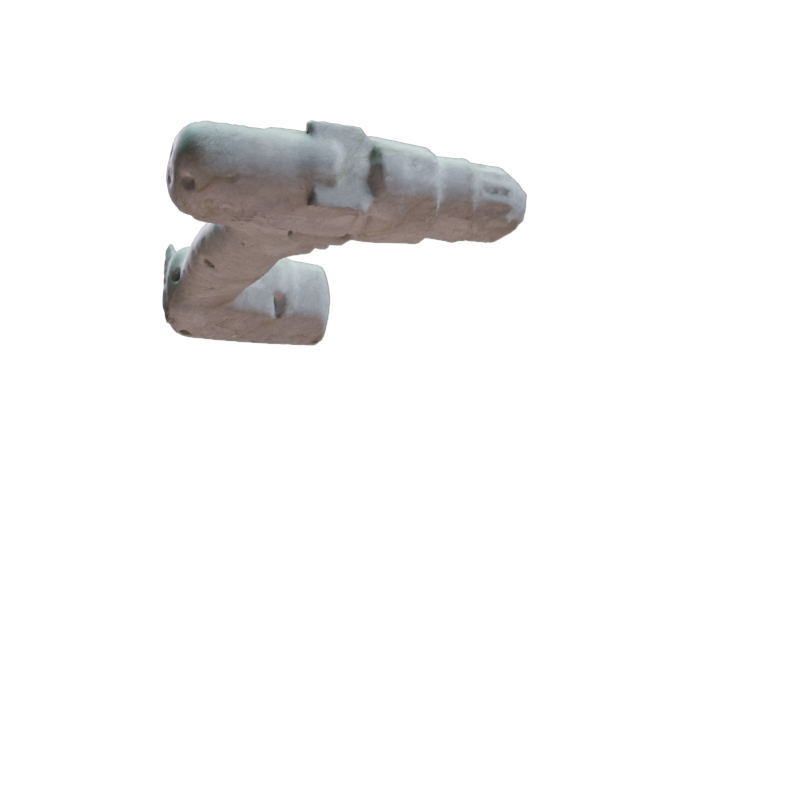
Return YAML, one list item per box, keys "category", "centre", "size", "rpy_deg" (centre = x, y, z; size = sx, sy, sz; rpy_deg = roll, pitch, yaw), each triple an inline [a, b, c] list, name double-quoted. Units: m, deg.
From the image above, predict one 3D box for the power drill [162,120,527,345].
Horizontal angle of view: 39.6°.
- category: "power drill"
  centre: [-0.048, -0.087, 0.609]
  size: [0.180, 0.060, 0.183]
  rpy_deg: [7, -22, -18]
